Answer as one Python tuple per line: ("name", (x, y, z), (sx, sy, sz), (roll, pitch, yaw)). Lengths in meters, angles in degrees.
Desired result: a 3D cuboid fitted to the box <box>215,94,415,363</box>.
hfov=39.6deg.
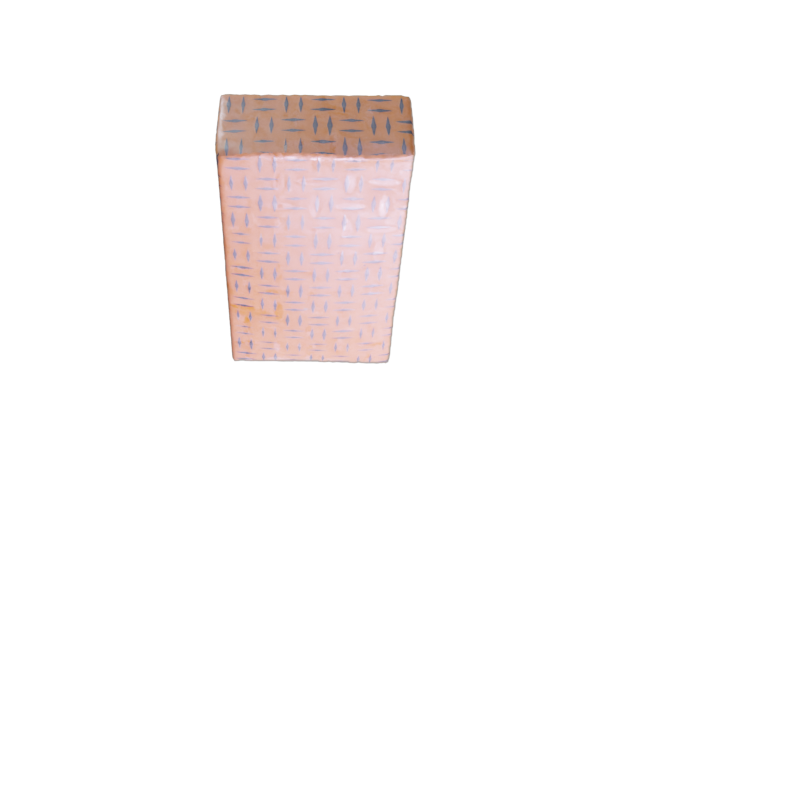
("box", (-0.045, -0.082, 0.577), (0.093, 0.051, 0.165), (1, -31, -3))
